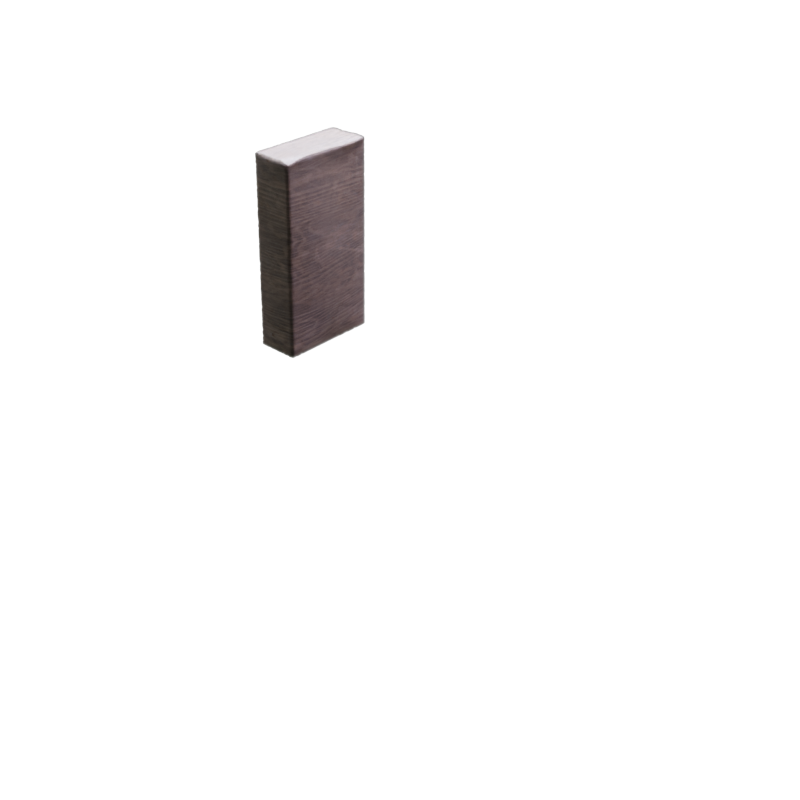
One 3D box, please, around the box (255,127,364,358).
[{"bbox_3d":[-0.073,-0.134,0.940,0.051,0.166,0.093,24,35,36],"label":"box"}]
